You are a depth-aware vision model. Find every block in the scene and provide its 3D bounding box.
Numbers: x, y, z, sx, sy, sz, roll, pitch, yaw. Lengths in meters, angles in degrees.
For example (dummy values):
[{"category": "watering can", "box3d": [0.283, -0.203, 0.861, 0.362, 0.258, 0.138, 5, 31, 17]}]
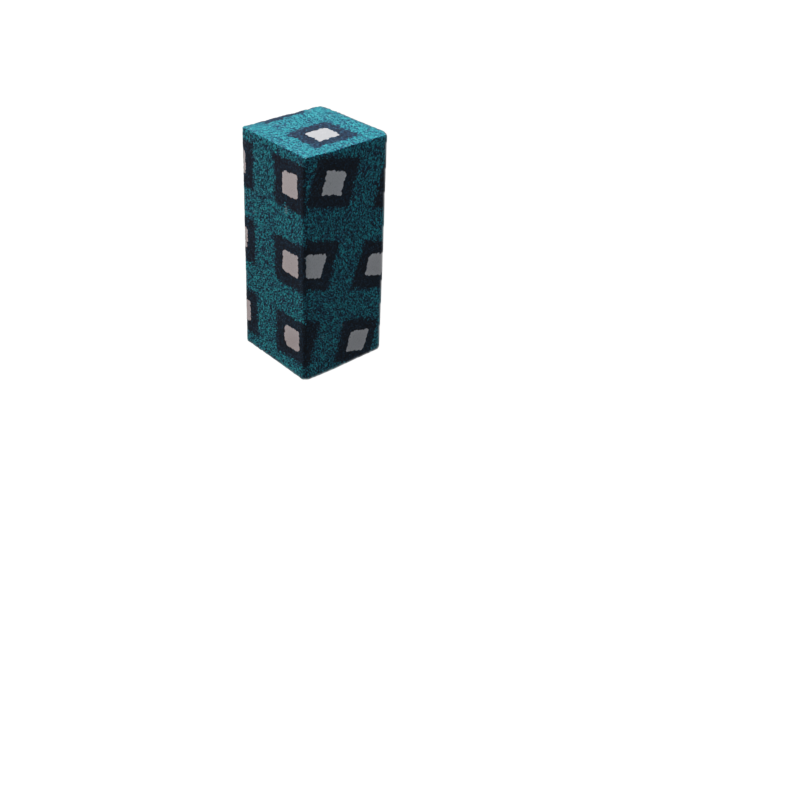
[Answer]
[{"category": "block", "box3d": [-0.074, -0.137, 0.960, 0.089, 0.195, 0.097, -21, 36, -36]}]
